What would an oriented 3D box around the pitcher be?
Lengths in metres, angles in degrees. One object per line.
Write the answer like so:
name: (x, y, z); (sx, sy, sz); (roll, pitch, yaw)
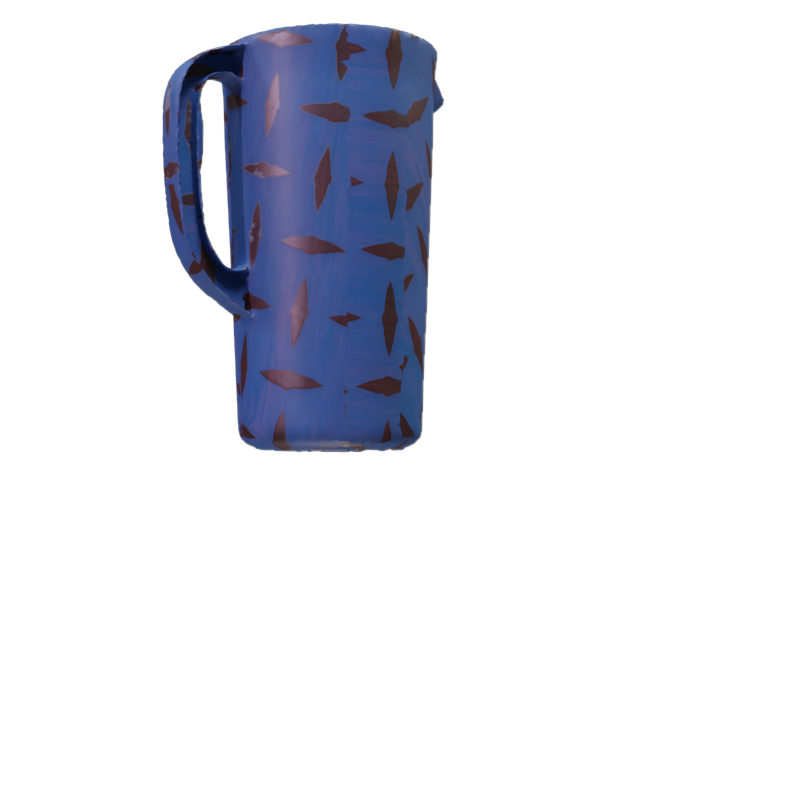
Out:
pitcher: (-0.052, -0.094, 0.659); (0.151, 0.247, 0.141); (-1, -6, 10)
